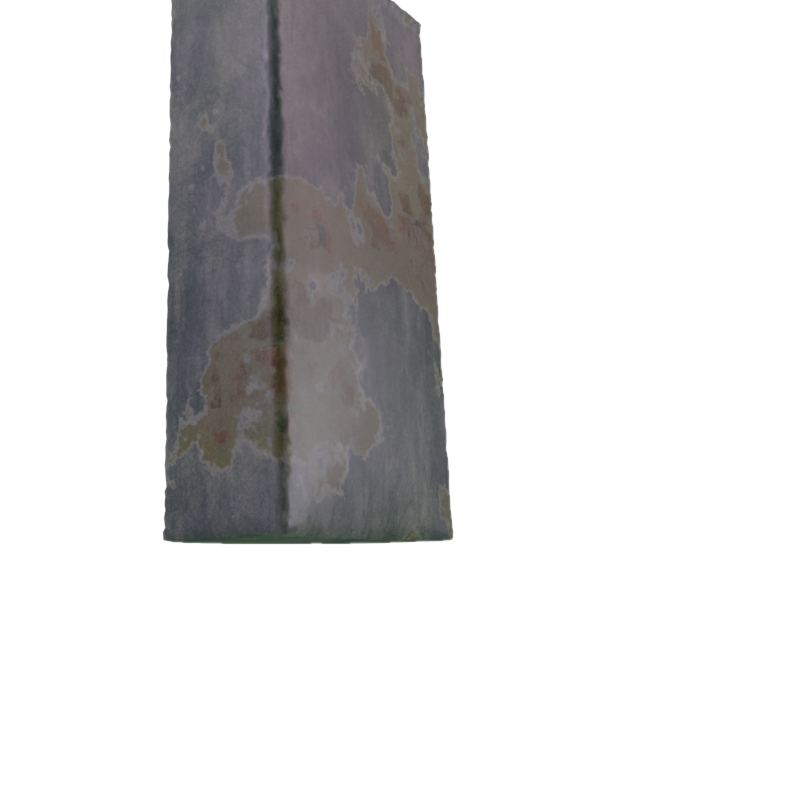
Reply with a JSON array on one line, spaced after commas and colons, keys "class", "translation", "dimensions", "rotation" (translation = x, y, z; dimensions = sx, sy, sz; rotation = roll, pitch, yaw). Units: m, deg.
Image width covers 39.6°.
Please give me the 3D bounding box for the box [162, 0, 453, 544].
[{"class": "box", "translation": [-0.026, -0.048, 0.335], "dimensions": [0.049, 0.182, 0.088], "rotation": [-10, -16, 30]}]
